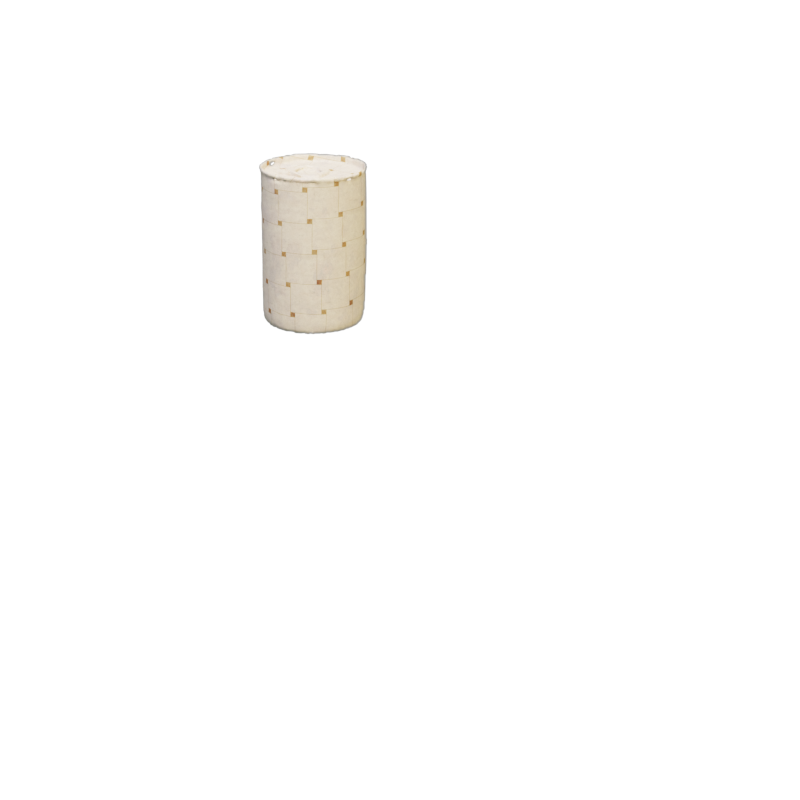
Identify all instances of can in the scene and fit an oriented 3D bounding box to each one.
[{"bbox_3d":[-0.056,-0.102,0.713,0.068,0.098,0.072,0,21,-2],"label":"can"}]
